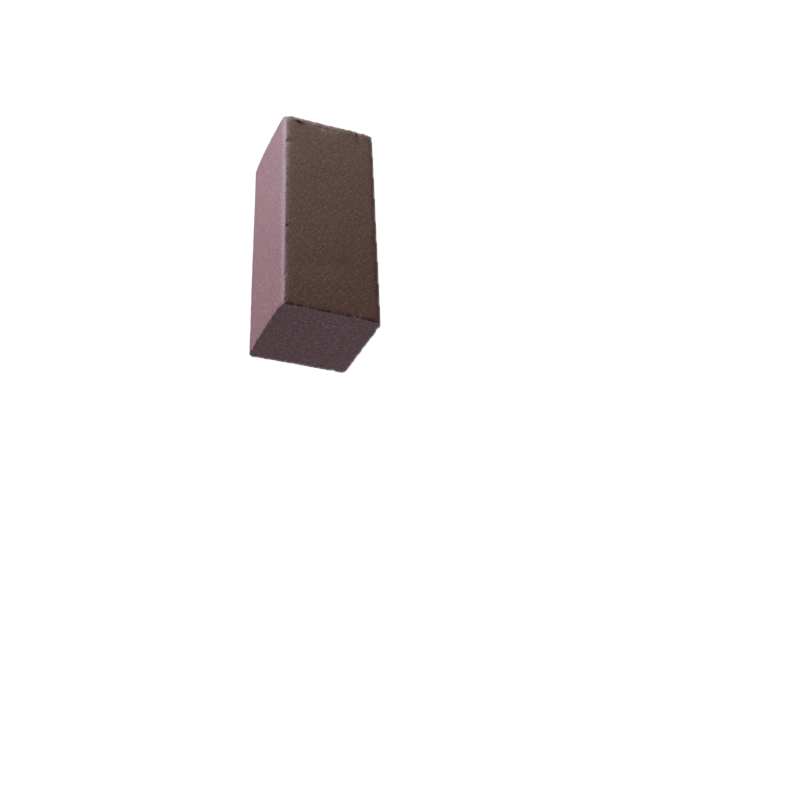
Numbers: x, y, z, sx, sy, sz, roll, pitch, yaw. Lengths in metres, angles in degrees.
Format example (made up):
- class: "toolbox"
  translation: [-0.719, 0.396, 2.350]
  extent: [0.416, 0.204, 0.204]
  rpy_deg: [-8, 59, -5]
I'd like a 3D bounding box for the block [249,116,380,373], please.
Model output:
- class: "block"
  translation: [-0.078, -0.142, 0.992]
  extent: [0.088, 0.220, 0.087]
  rpy_deg: [11, -36, -19]
